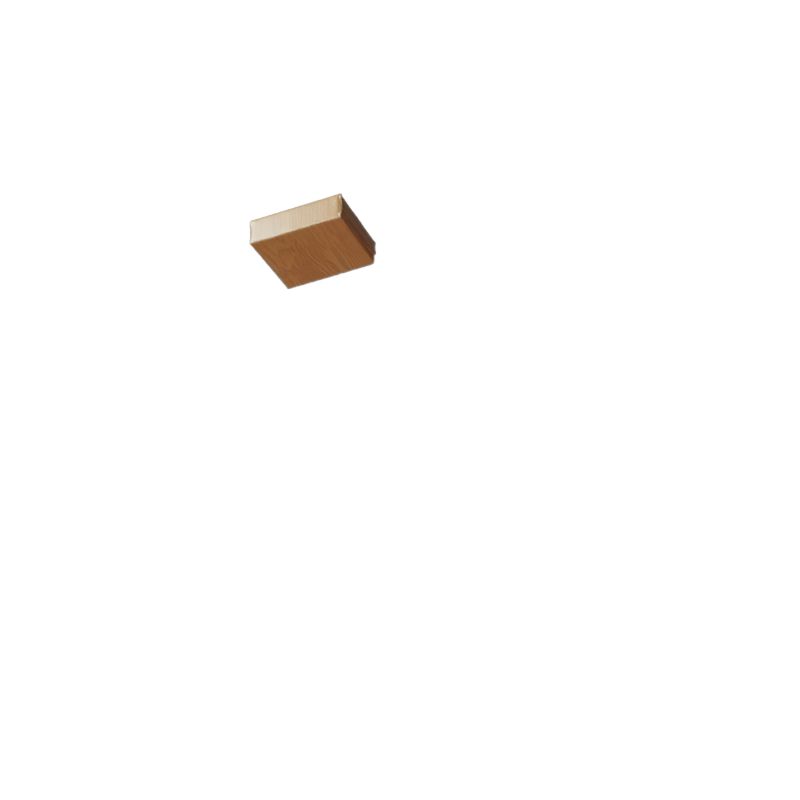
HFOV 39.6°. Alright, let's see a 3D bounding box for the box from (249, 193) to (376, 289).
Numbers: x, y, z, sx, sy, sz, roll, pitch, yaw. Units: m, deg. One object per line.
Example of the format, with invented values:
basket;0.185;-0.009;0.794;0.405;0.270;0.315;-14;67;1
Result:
box;-0.075;-0.137;0.962;0.090;0.032;0.067;-14;-36;20
